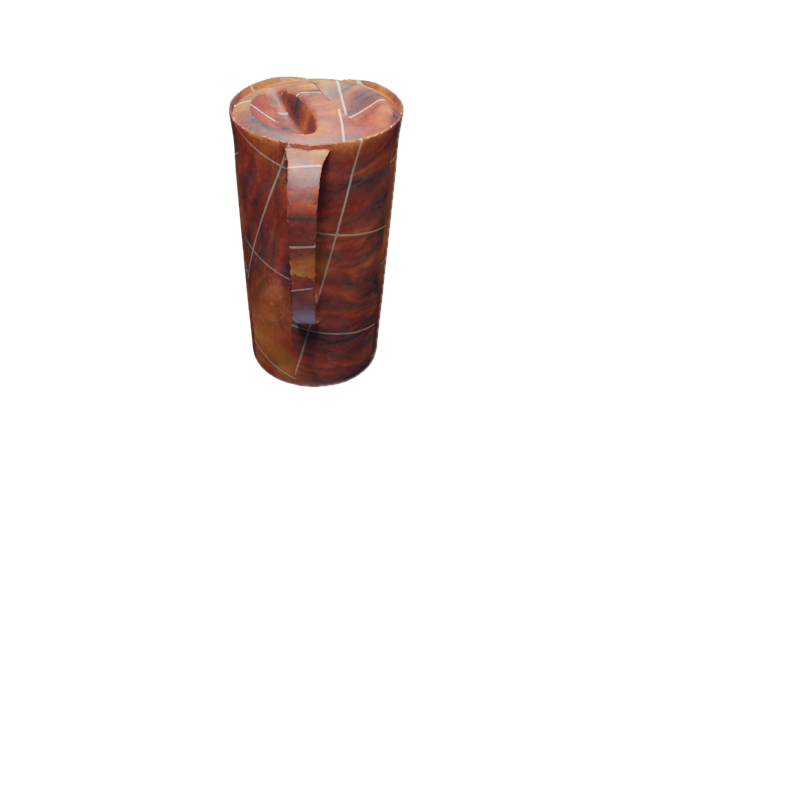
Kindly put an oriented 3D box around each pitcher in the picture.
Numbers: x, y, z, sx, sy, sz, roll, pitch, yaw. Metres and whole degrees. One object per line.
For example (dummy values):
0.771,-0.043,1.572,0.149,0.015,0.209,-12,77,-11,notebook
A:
-0.070,-0.128,0.895,0.148,0.228,0.155,-26,43,-35,pitcher
